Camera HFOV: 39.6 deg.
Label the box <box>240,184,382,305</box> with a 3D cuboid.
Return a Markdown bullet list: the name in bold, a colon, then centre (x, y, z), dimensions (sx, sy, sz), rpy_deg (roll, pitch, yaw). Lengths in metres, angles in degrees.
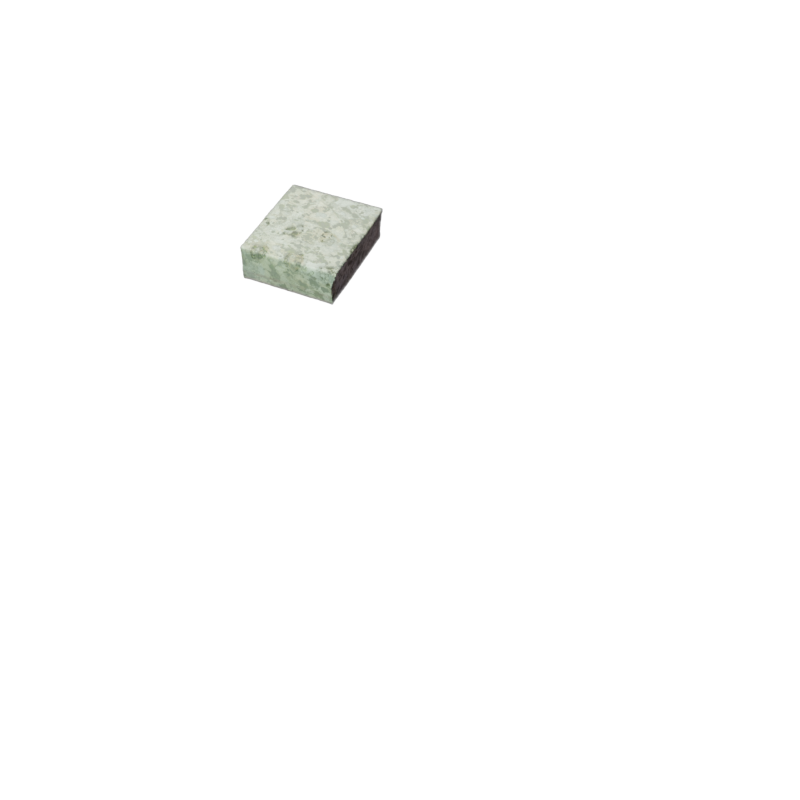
- **box**: centre (-0.077, -0.140, 0.979), dimensions (0.093, 0.036, 0.118), rpy_deg (15, 44, 15)
